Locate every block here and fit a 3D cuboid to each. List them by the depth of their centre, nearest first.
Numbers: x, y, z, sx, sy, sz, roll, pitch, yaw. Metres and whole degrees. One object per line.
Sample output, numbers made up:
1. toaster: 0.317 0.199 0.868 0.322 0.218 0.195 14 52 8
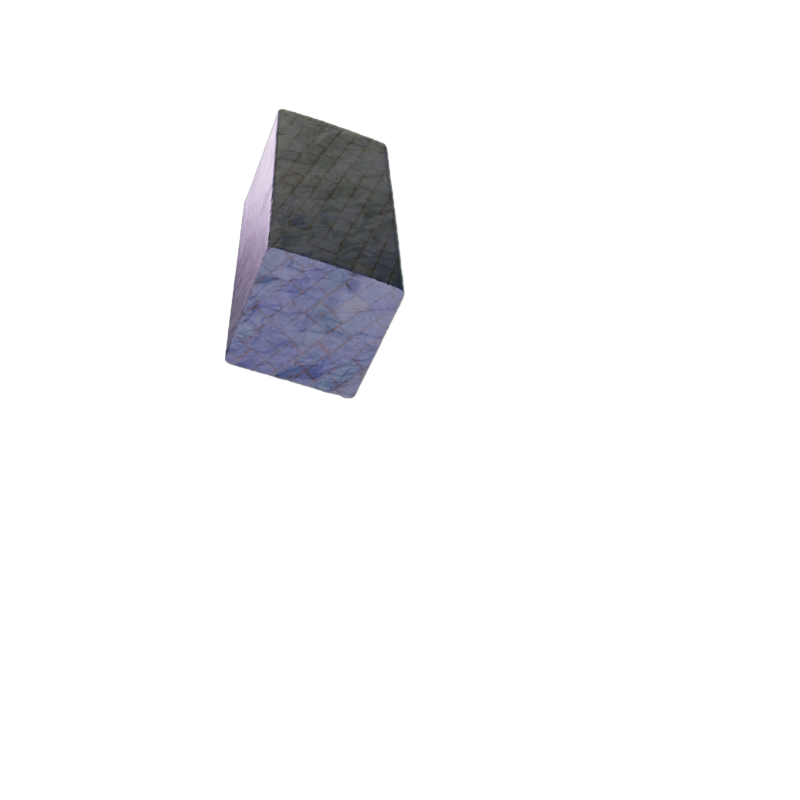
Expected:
1. block: -0.059 -0.109 0.764 0.088 0.087 0.220 16 32 -15
